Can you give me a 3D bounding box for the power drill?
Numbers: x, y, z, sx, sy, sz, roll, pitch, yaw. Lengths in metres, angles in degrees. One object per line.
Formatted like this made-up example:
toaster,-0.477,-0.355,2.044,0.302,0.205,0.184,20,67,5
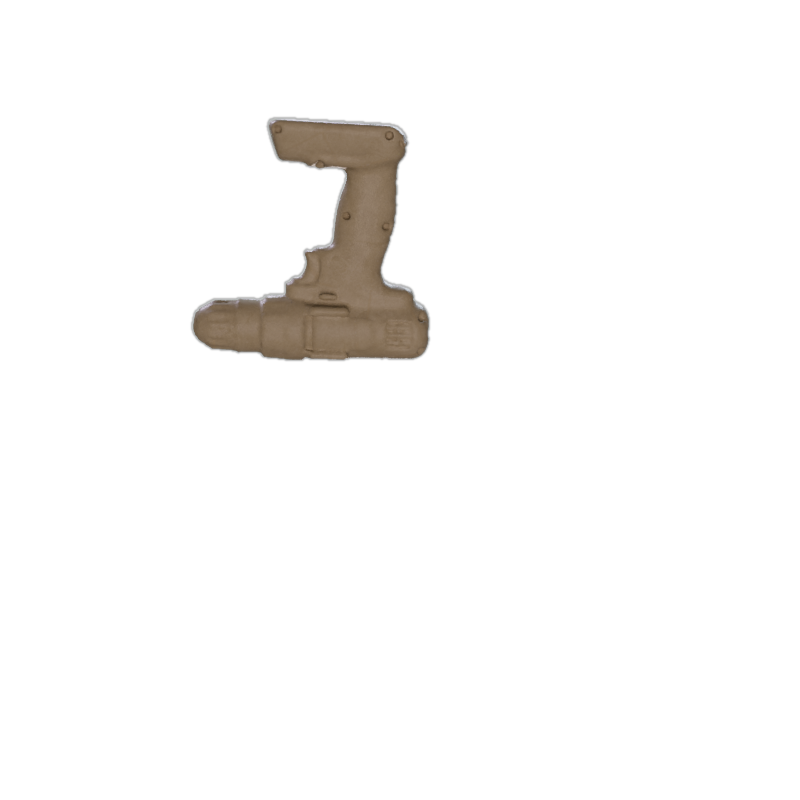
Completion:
power drill,-0.067,-0.122,0.856,0.184,0.183,0.059,2,10,-1
